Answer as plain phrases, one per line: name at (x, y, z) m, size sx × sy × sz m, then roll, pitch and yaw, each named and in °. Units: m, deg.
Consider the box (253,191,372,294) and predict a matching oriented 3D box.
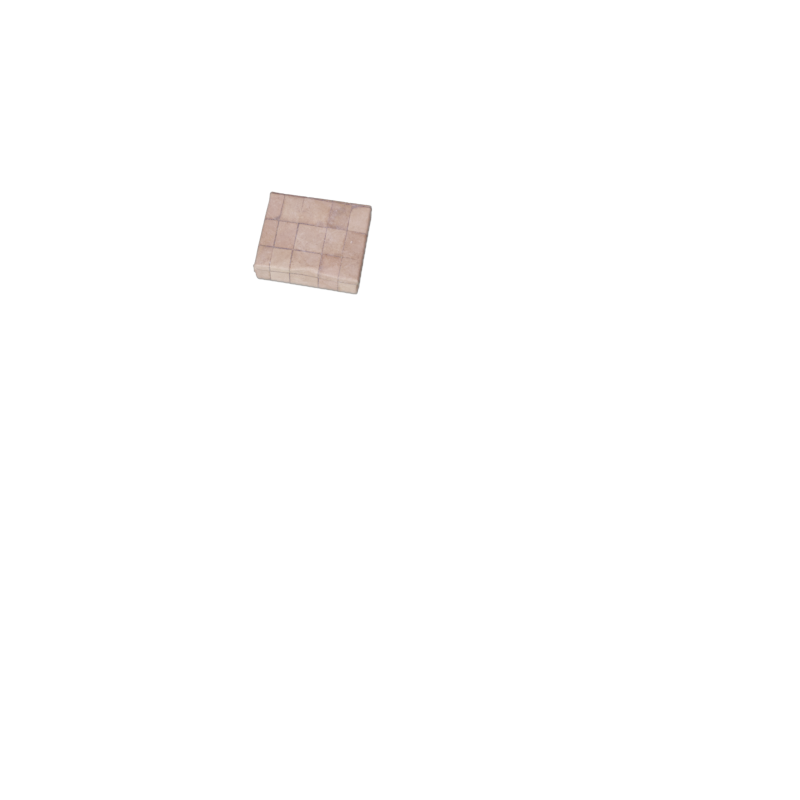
box at (-0.073, -0.133, 0.932) m, size 0.090 × 0.077 × 0.028 m, roll 9°, pitch -26°, yaw 4°
